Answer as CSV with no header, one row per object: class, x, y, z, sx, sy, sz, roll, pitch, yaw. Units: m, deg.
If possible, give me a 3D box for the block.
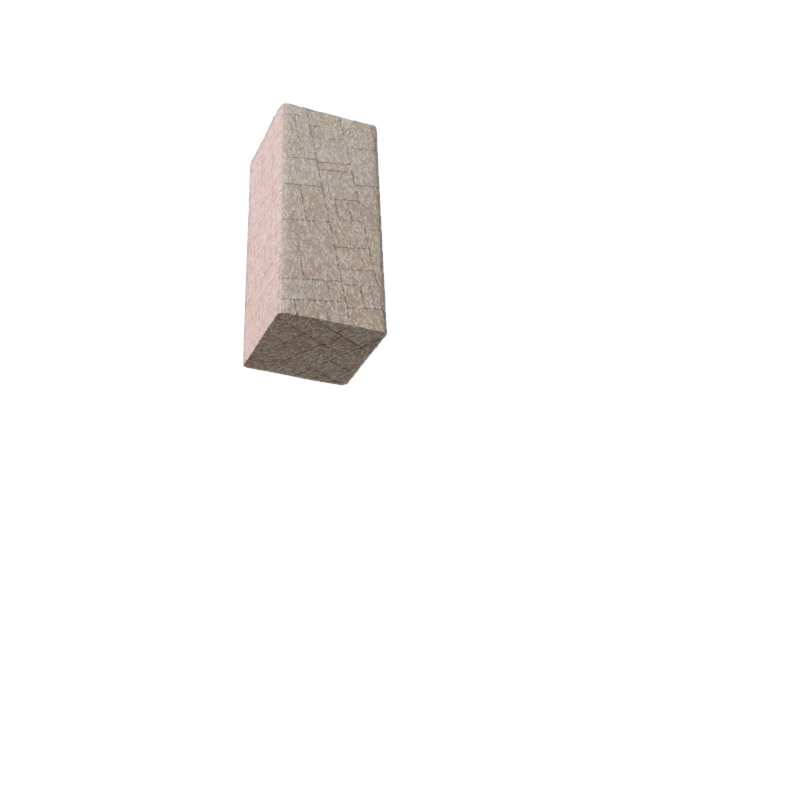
block,-0.072,-0.130,0.907,0.087,0.220,0.088,11,-35,-20
